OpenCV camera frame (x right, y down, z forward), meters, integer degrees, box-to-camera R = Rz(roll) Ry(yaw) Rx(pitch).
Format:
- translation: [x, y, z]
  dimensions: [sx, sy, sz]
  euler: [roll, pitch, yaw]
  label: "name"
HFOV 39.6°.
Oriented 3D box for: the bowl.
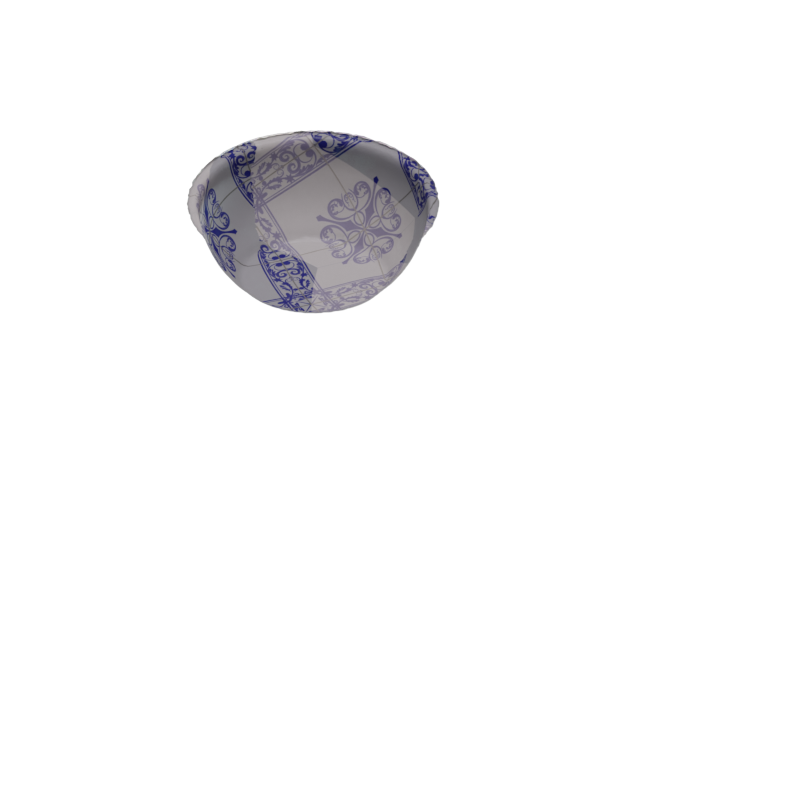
- translation: [-0.055, -0.100, 0.700]
  dimensions: [0.162, 0.058, 0.153]
  euler: [1, -26, -2]
  label: "bowl"
